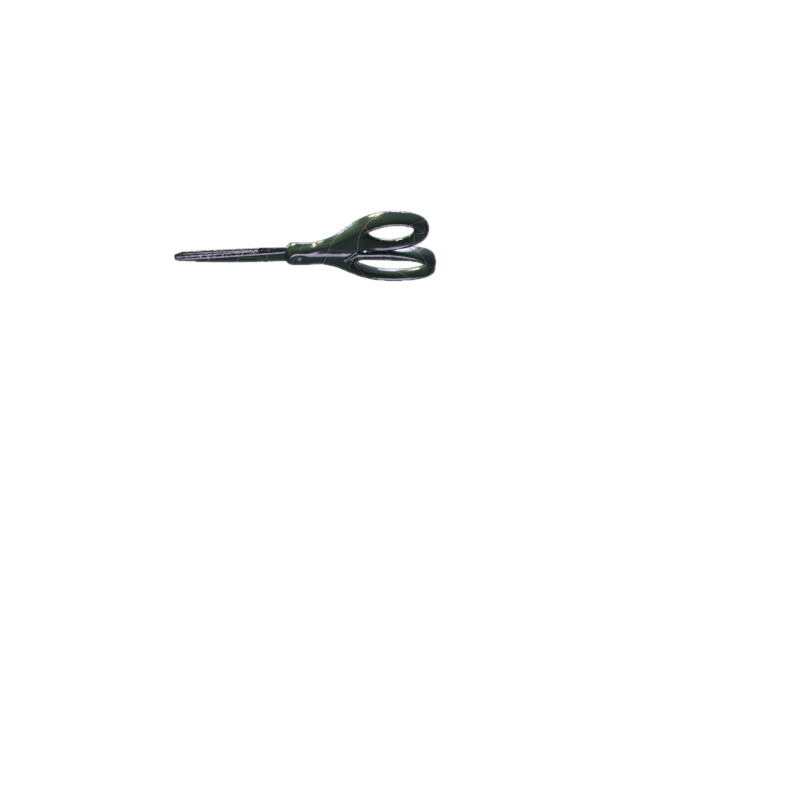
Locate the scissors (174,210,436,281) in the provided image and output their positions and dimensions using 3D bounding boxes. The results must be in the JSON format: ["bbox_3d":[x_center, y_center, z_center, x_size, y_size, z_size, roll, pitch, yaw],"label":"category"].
[{"bbox_3d":[-0.066,-0.120,0.840,0.198,0.017,0.092,6,-26,-11],"label":"scissors"}]
